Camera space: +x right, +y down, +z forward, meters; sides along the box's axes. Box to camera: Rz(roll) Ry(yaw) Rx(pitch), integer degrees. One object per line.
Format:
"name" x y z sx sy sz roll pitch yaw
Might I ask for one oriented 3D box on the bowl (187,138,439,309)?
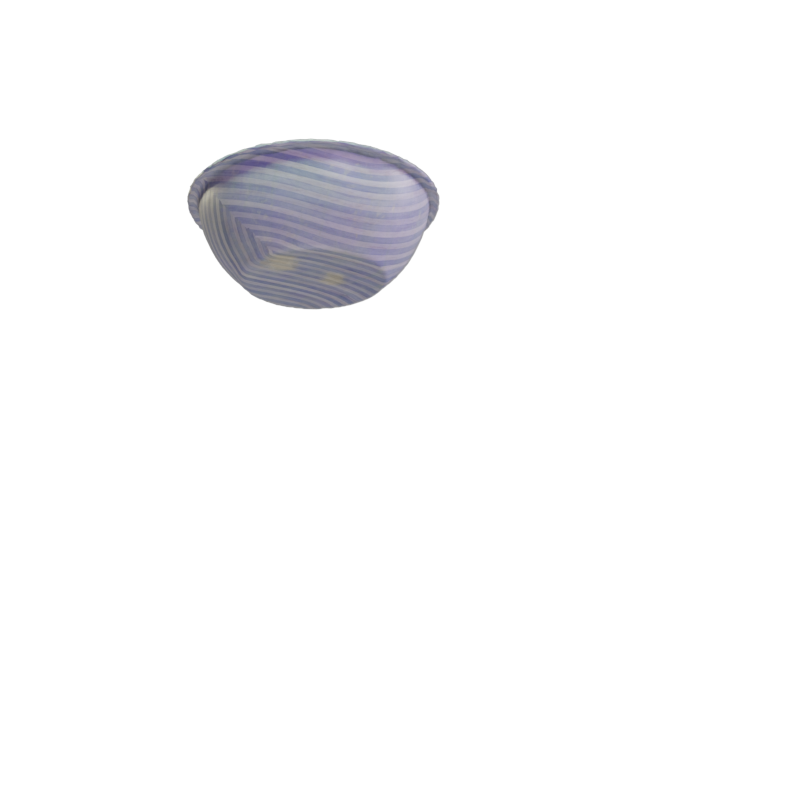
"bowl" -0.055 -0.100 0.700 0.162 0.058 0.154 1 -21 -2
